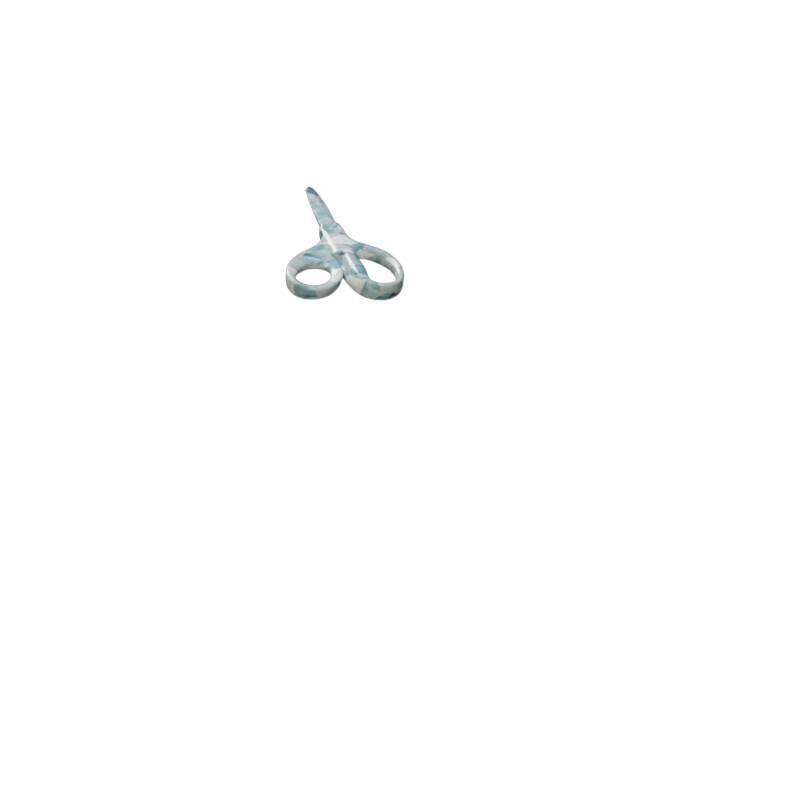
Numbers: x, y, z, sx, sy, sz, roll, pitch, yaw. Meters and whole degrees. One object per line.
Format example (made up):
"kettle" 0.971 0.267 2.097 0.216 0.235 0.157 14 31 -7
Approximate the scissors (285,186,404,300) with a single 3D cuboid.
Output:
"scissors" -0.069 -0.126 0.881 0.095 0.015 0.217 -15 35 -23
